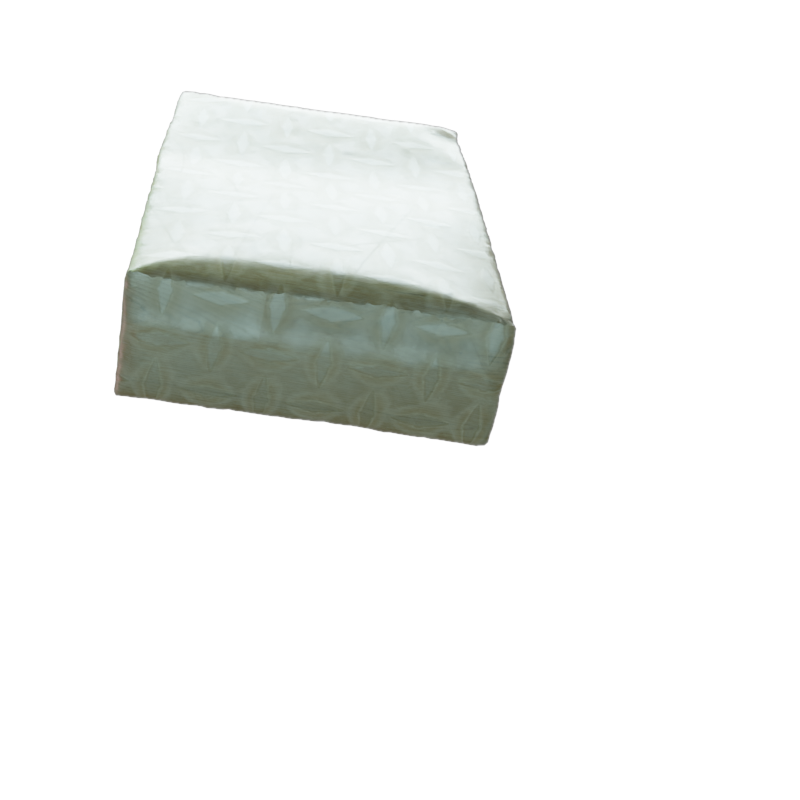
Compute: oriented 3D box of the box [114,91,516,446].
[{"bbox_3d":[-0.043,-0.078,0.549,0.162,0.068,0.228,7,33,-7],"label":"box"}]
